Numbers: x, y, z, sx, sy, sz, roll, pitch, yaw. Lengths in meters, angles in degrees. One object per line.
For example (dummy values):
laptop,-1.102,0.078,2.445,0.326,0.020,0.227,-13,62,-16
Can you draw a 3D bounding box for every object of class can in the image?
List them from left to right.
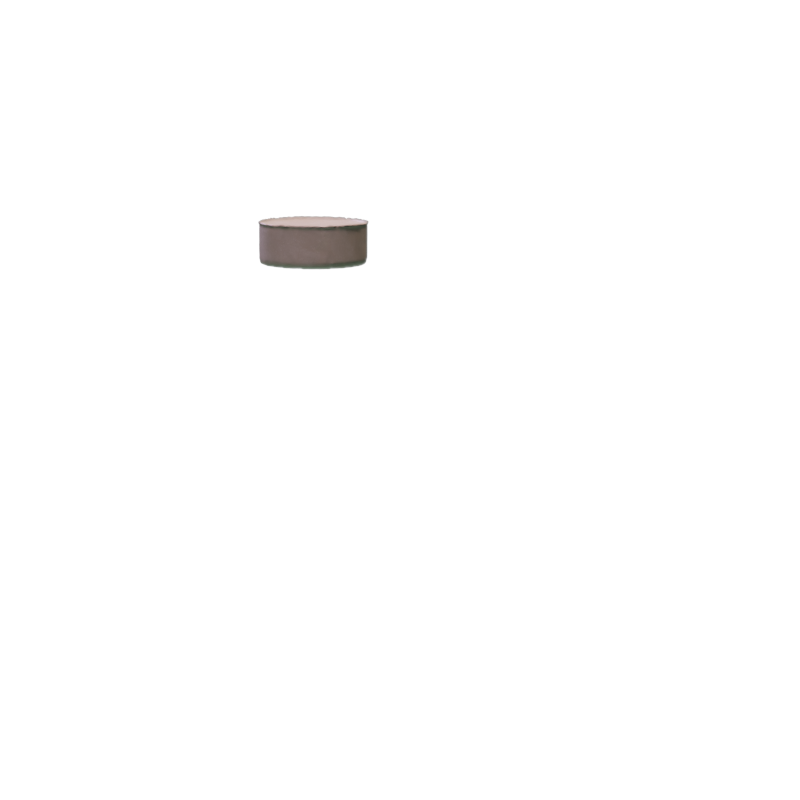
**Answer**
can,-0.068,-0.124,0.866,0.086,0.033,0.088,0,13,-2
